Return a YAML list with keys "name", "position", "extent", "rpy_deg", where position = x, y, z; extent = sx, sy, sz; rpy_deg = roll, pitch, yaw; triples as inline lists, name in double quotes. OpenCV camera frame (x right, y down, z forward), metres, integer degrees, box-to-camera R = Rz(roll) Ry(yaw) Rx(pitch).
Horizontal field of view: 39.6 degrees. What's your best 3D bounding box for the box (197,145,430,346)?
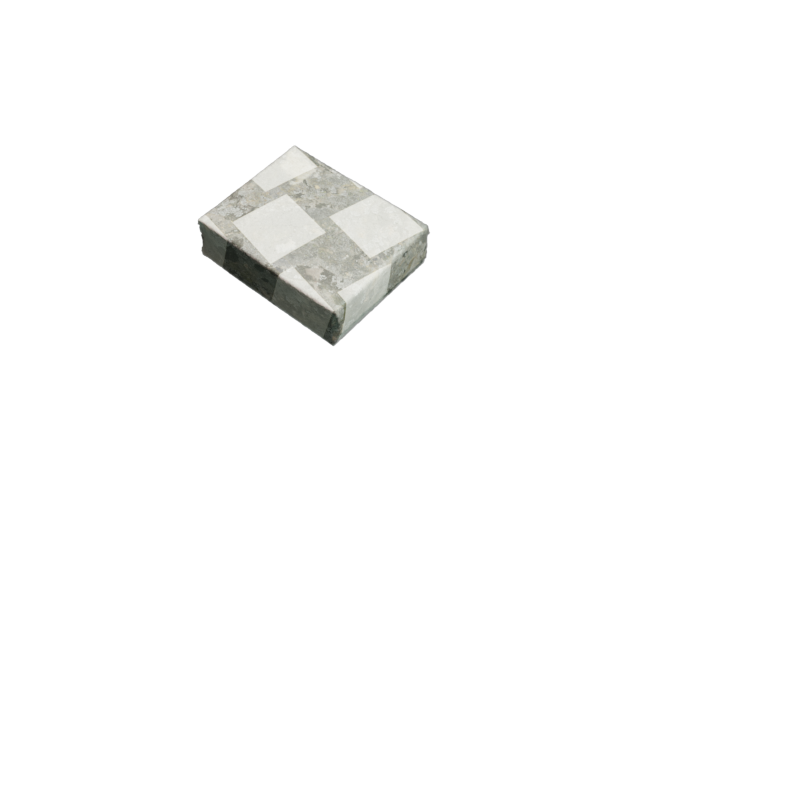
- name: "box"
  position: [-0.053, -0.097, 0.680]
  extent: [0.120, 0.036, 0.091]
  rpy_deg: [32, 56, 24]
